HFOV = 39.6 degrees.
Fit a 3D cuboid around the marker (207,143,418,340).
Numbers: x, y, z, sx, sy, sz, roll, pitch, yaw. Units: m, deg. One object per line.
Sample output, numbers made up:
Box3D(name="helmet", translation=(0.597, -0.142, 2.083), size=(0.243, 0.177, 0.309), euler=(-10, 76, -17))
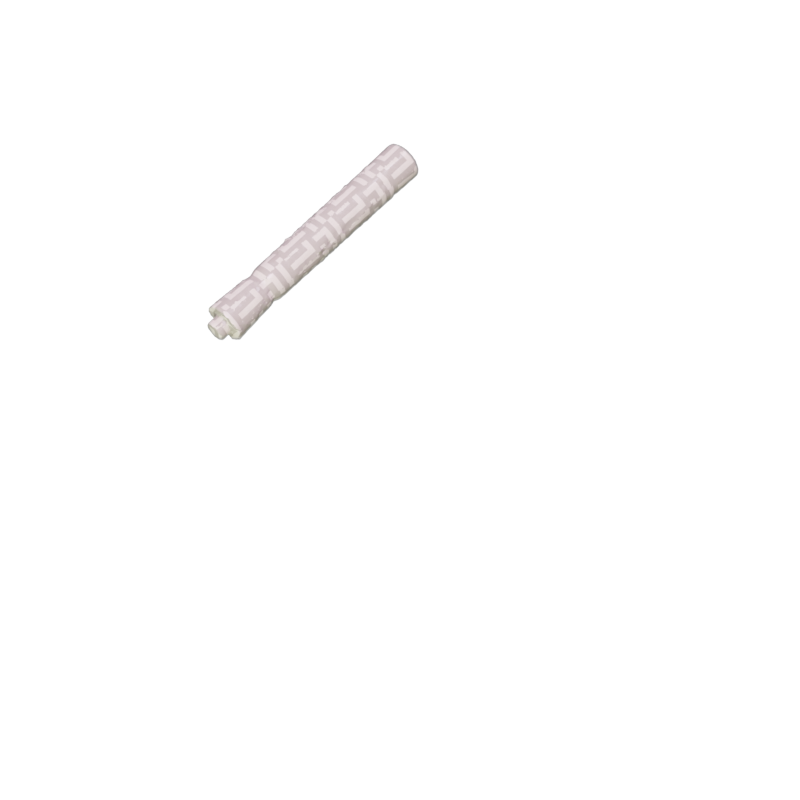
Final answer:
Box3D(name="marker", translation=(-0.038, -0.069, 0.485), size=(0.123, 0.019, 0.020), euler=(-46, 24, -22))
